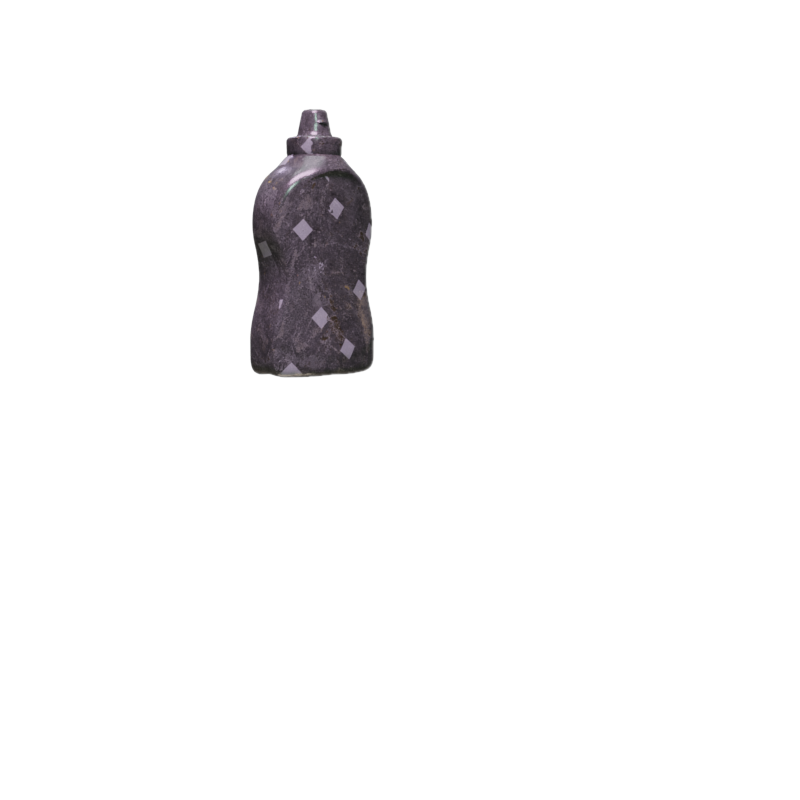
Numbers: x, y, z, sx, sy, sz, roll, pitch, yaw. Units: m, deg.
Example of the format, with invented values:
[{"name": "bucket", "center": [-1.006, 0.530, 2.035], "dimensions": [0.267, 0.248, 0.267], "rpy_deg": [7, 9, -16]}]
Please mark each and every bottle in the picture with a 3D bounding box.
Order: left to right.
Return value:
[{"name": "bottle", "center": [-0.063, -0.115, 0.809], "dimensions": [0.092, 0.192, 0.060], "rpy_deg": [0, 0, -39]}]
